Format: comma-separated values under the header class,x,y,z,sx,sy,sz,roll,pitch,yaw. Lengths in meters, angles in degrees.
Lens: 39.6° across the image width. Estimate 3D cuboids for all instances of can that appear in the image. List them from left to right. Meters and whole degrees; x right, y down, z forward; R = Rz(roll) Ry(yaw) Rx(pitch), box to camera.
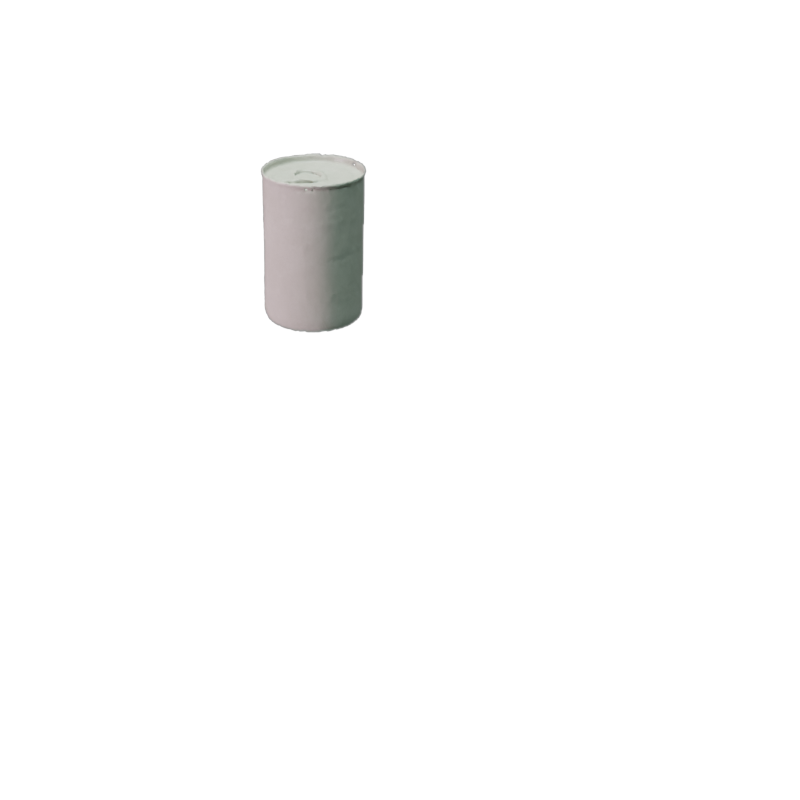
class,x,y,z,sx,sy,sz,roll,pitch,yaw
can,-0.057,-0.105,0.732,0.068,0.097,0.072,0,24,-2
